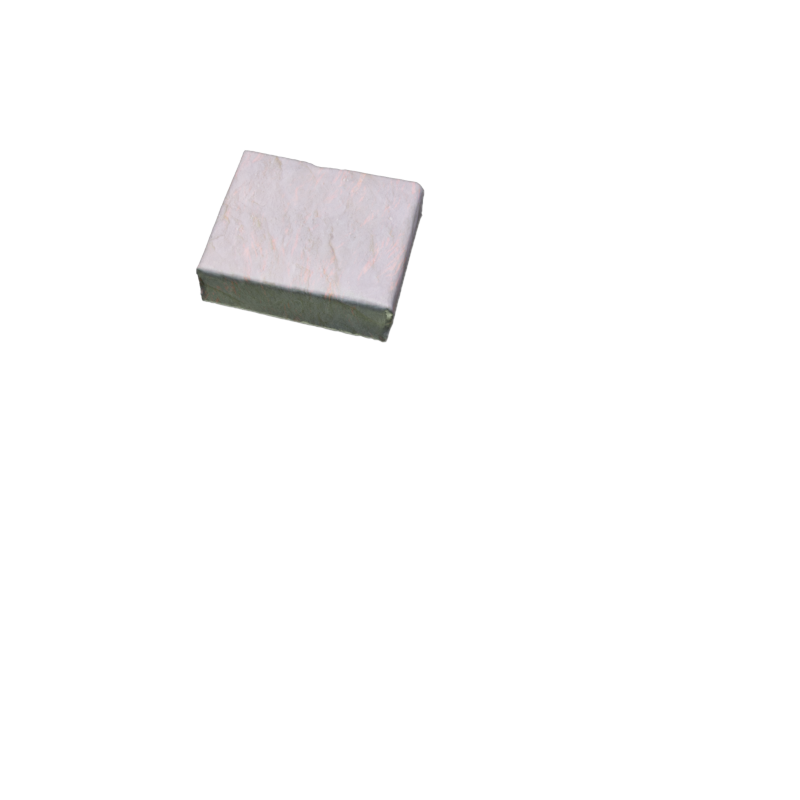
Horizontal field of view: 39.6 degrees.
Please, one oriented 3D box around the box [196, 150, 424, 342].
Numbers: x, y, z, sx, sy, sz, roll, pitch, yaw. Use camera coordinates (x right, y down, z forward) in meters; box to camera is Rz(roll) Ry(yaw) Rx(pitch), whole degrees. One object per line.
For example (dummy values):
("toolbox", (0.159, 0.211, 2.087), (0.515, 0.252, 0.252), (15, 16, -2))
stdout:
("box", (-0.040, -0.072, 0.507), (0.091, 0.077, 0.028), (12, -33, 7))
